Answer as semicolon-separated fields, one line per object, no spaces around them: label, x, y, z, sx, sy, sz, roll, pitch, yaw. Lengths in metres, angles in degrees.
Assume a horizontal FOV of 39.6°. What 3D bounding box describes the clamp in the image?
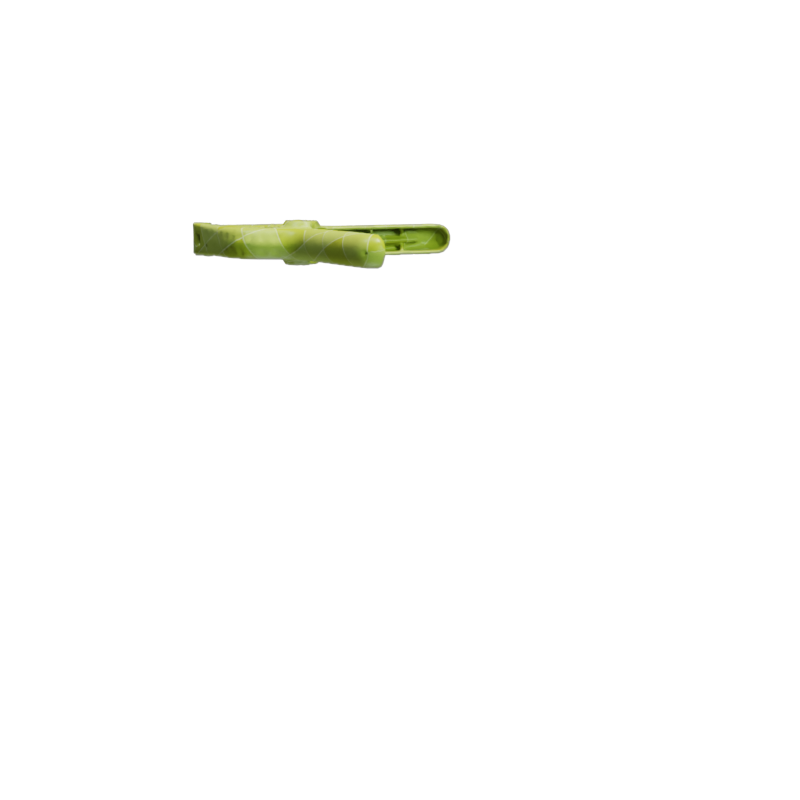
clamp;-0.071;-0.130;0.907;0.218;0.036;0.161;6;12;29
